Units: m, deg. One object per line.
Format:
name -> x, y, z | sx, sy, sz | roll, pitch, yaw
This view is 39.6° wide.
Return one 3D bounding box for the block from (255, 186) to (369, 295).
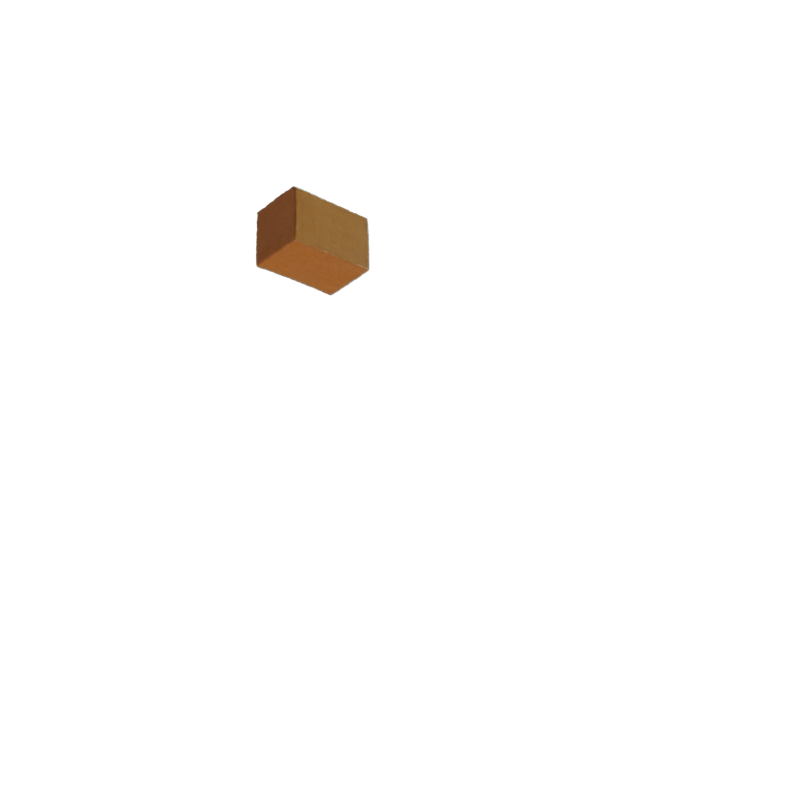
block -> -0.070, -0.127, 0.888 | 0.073, 0.054, 0.052 | 21, -35, -35
